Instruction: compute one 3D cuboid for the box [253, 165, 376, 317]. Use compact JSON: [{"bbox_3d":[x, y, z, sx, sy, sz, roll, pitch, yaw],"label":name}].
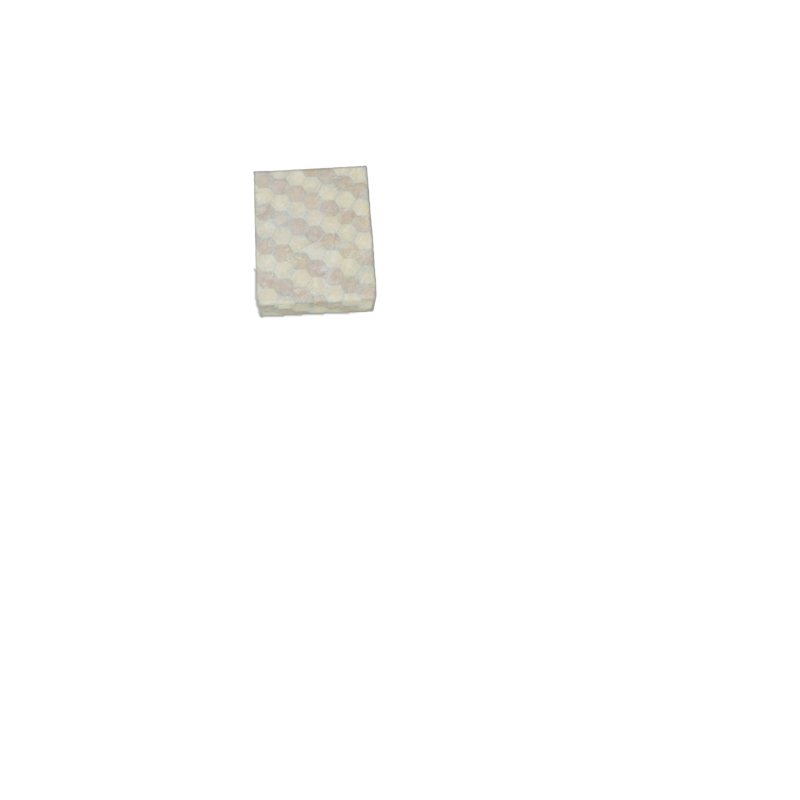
[{"bbox_3d":[-0.067,-0.122,0.857,0.090,0.119,0.037,-3,-21,-2],"label":"box"}]
